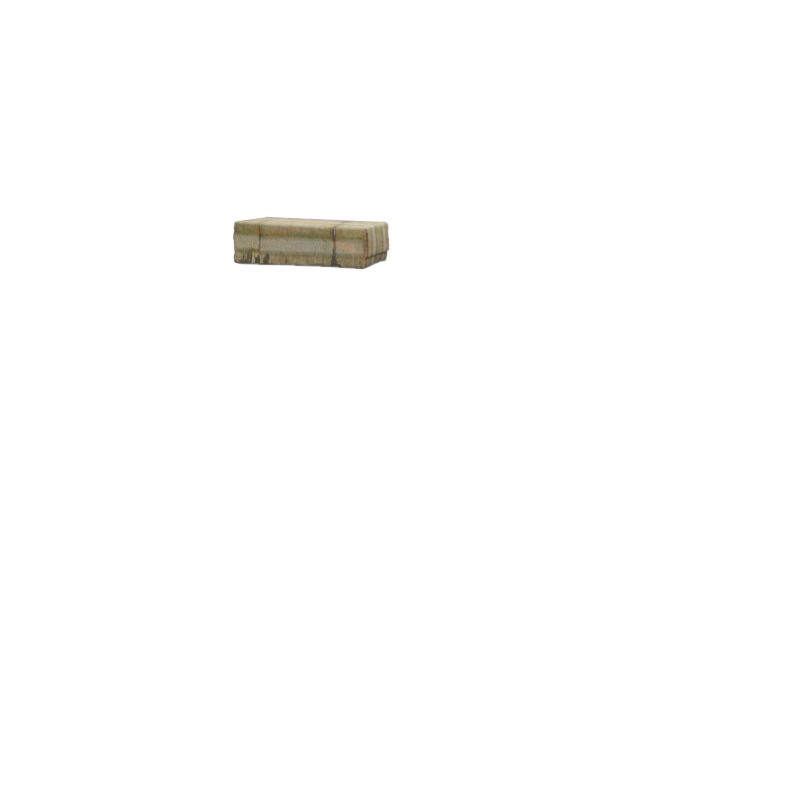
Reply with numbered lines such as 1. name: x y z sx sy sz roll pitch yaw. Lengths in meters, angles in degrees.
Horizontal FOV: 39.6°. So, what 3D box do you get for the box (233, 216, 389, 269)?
1. box: -0.072 -0.132 0.923 0.116 0.038 0.090 2 10 13
